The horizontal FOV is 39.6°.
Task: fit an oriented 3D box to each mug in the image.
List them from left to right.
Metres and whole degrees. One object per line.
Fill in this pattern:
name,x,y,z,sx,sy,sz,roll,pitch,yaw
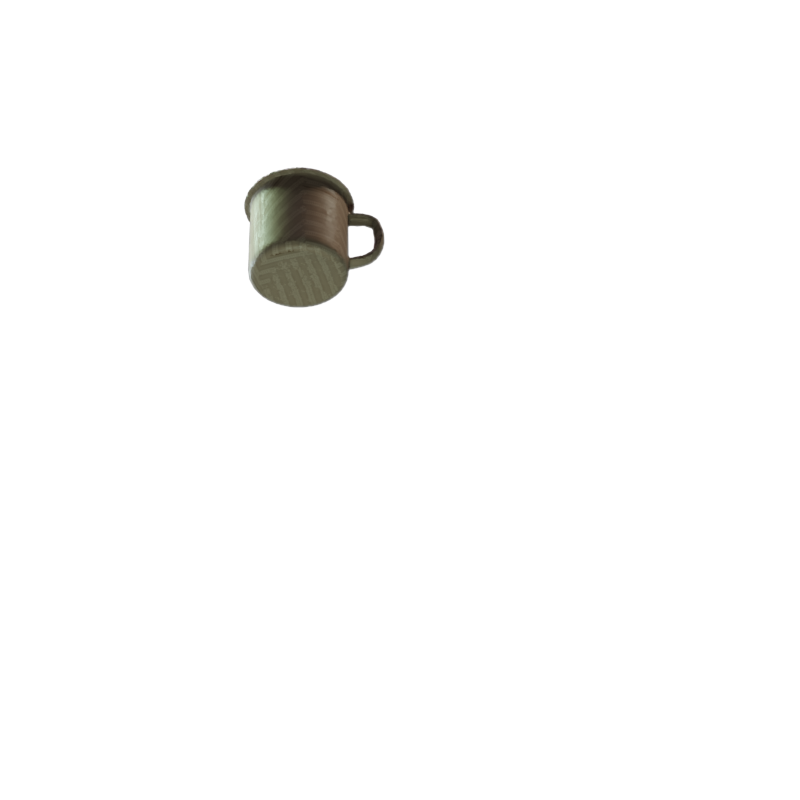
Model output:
mug,-0.072,-0.130,0.914,0.117,0.087,0.087,1,-39,-3
